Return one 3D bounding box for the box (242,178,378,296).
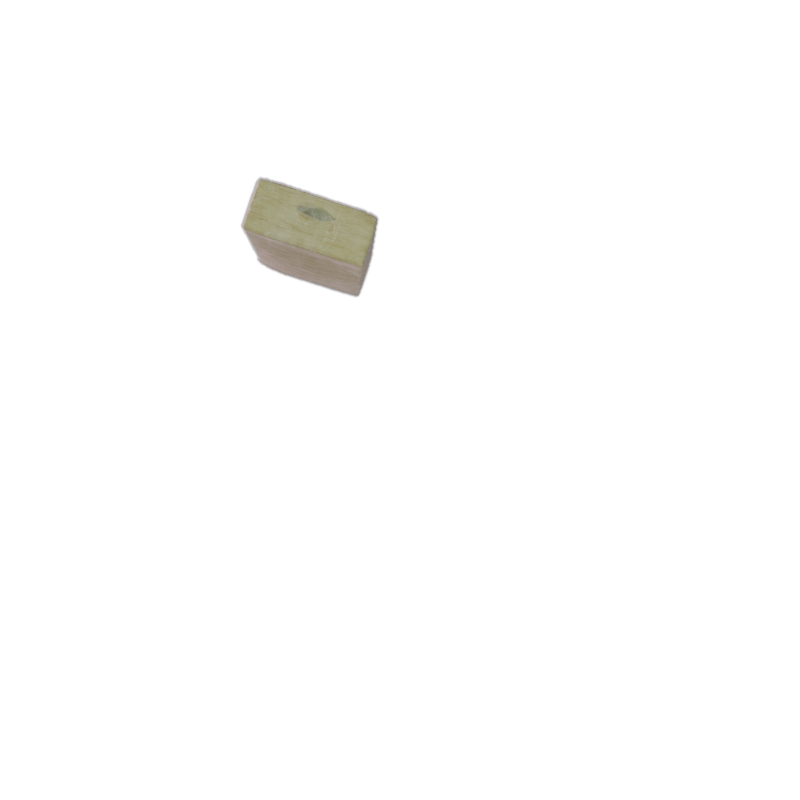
[{"bbox_3d":[-0.068,-0.124,0.870,0.094,0.049,0.173,19,-5,-2],"label":"box"}]
